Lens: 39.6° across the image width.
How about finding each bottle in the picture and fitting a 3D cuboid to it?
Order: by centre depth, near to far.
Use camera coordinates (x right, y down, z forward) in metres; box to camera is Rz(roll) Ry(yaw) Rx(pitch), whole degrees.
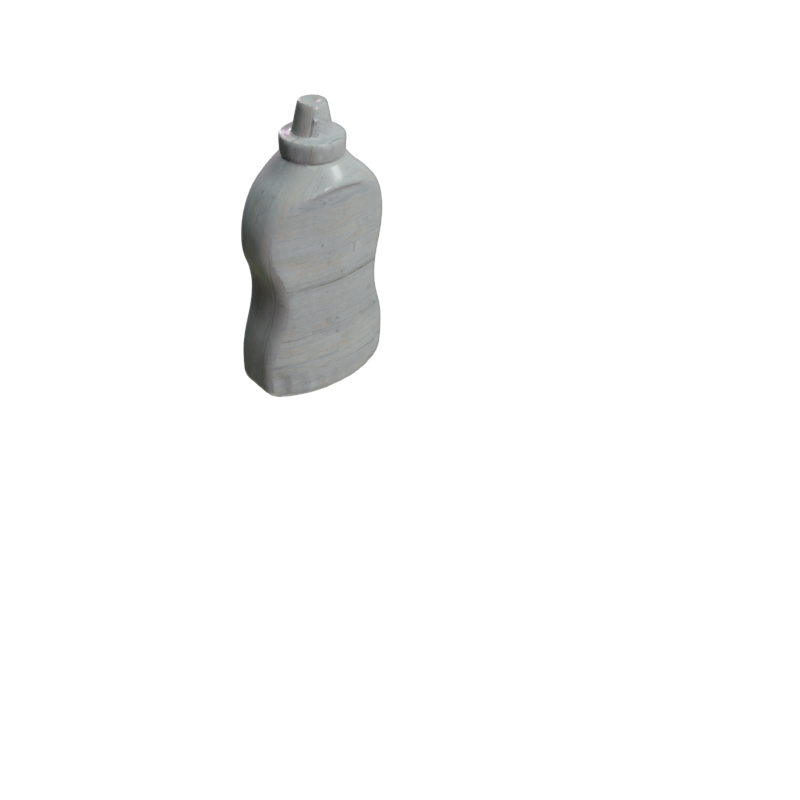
[{"bbox_3d":[-0.055,-0.100,0.697,0.095,0.180,0.063,-22,40,-33],"label":"bottle"}]
